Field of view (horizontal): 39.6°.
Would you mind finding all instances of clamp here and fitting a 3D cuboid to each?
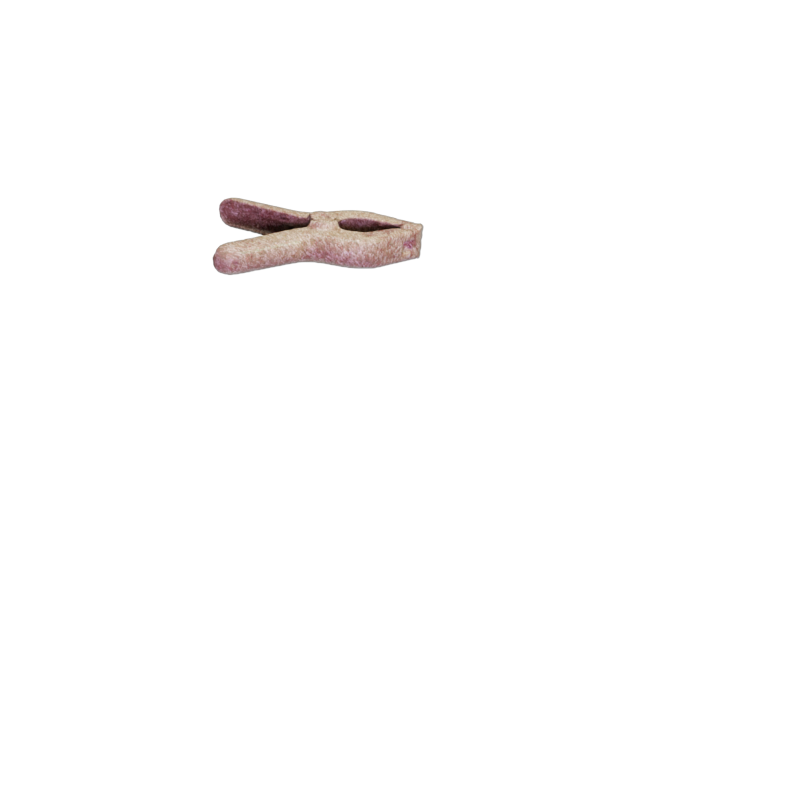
[{"bbox_3d":[-0.069,-0.125,0.877,0.173,0.037,0.127,3,34,5],"label":"clamp"}]
